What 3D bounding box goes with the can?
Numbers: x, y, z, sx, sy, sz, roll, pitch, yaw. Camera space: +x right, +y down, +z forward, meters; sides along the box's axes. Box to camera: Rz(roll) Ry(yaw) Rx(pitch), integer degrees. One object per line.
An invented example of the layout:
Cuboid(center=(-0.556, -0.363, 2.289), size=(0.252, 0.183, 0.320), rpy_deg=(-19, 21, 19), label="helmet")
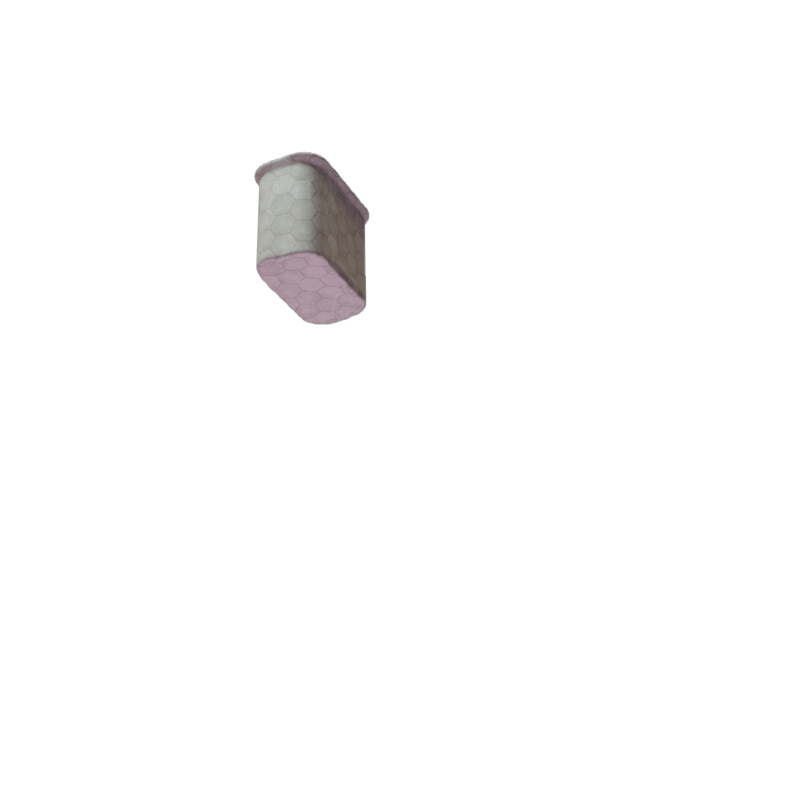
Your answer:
Cuboid(center=(-0.062, -0.114, 0.796), size=(0.058, 0.089, 0.094), rpy_deg=(-15, -32, 21), label="can")
